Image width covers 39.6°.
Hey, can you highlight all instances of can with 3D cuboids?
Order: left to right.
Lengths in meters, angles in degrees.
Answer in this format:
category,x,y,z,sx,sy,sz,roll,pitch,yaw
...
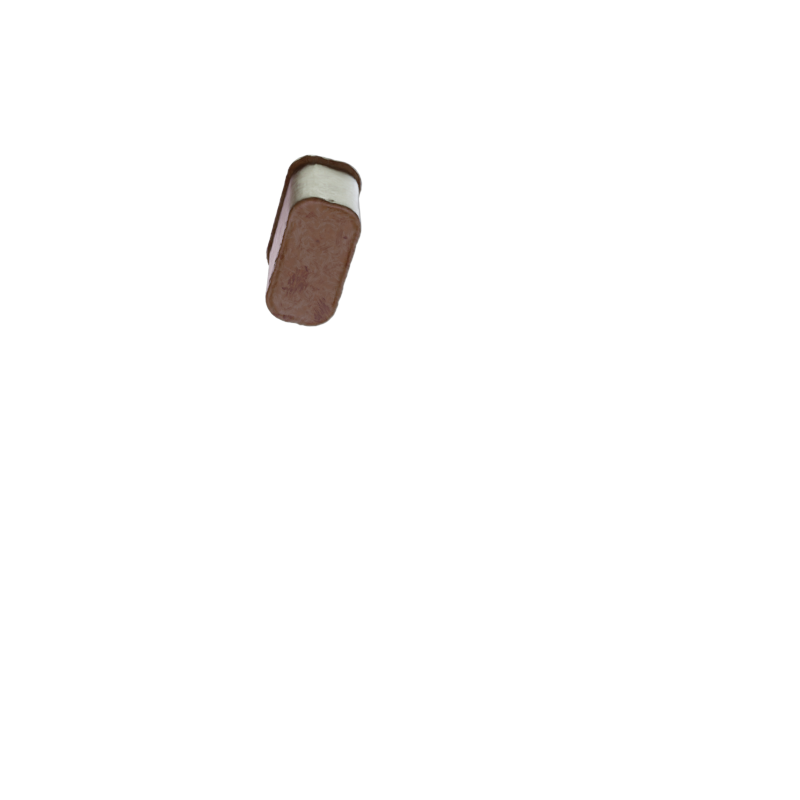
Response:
category,x,y,z,sx,sy,sz,roll,pitch,yaw
can,-0.063,-0.114,0.802,0.057,0.098,0.089,13,26,-10
